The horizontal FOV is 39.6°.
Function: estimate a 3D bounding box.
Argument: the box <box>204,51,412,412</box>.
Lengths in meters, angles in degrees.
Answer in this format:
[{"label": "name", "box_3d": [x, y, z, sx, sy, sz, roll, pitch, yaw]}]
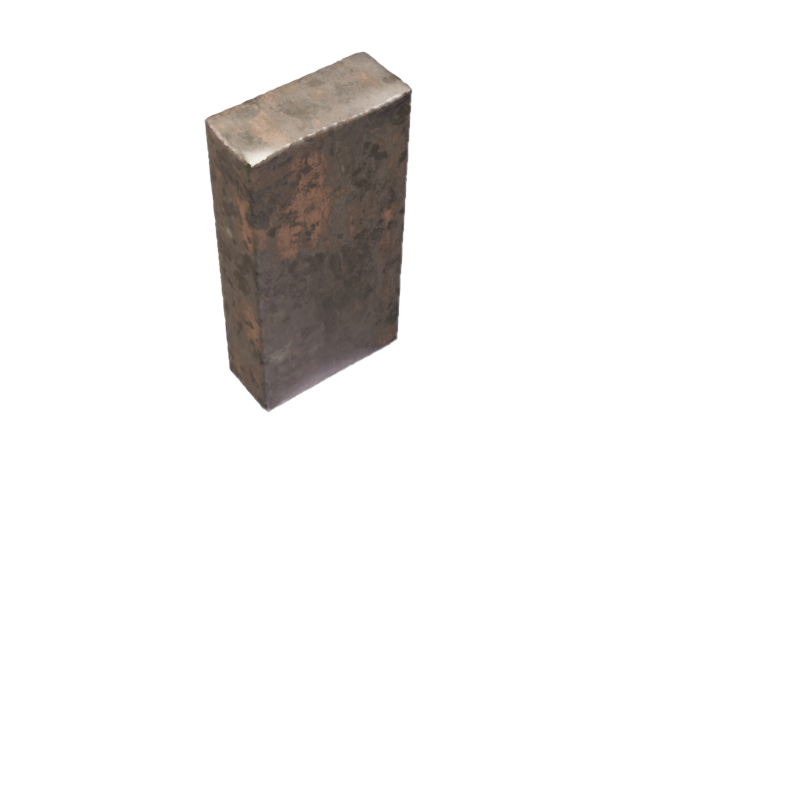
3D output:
[{"label": "box", "box_3d": [-0.044, -0.080, 0.560, 0.093, 0.051, 0.164, -30, -31, -25]}]
